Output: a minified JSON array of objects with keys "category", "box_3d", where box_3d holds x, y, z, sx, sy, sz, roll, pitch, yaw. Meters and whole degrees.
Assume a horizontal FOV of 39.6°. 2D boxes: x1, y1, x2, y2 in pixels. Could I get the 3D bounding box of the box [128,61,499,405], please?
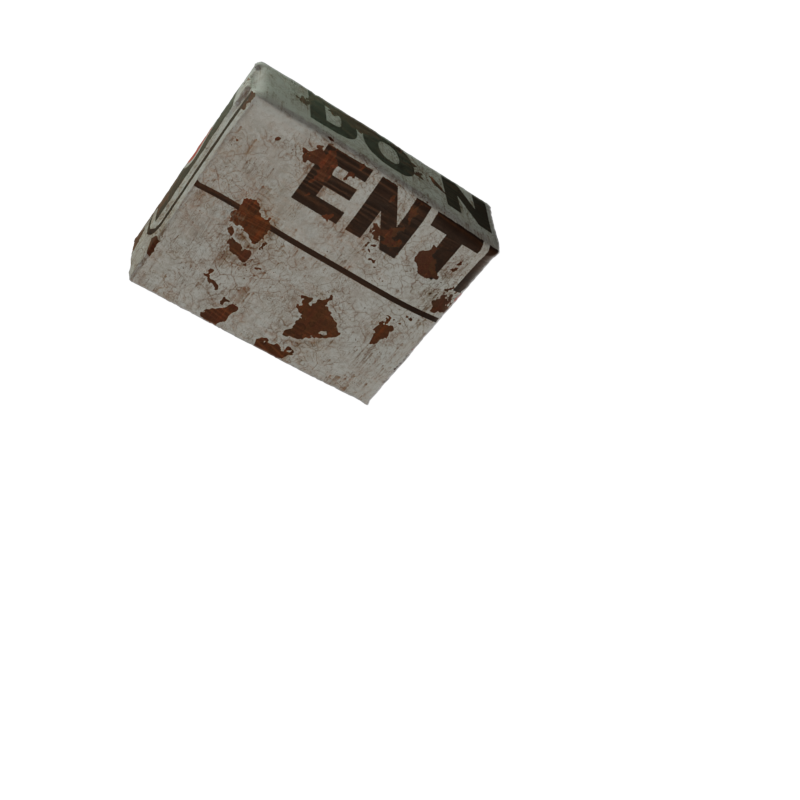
[{"category":"box","box_3d":[-0.033,-0.060,0.422,0.109,0.088,0.041,31,27,-18]}]
